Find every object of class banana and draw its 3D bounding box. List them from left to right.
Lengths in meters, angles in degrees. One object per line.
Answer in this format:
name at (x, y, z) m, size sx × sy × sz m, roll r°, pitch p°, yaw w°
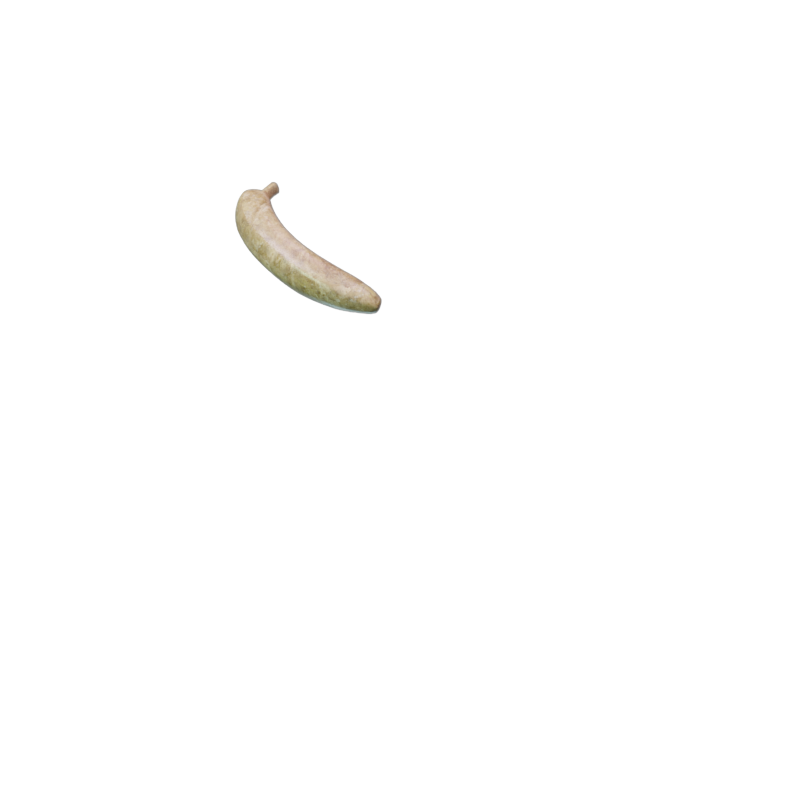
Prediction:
banana at (-0.093, -0.133, 0.960) m, size 0.069 × 0.034 × 0.214 m, roll -22°, pitch 49°, yaw -21°
